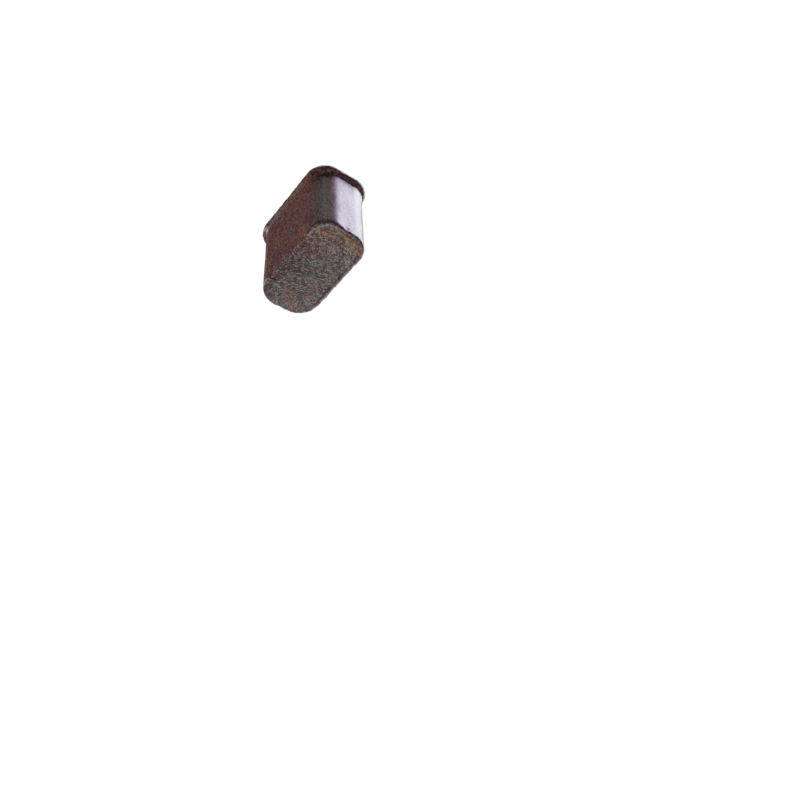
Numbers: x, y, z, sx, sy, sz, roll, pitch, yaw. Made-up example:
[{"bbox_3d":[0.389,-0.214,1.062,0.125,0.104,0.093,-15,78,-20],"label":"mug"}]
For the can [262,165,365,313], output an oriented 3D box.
[{"bbox_3d":[-0.074,-0.134,0.940,0.055,0.090,0.100,29,-57,-25],"label":"can"}]
